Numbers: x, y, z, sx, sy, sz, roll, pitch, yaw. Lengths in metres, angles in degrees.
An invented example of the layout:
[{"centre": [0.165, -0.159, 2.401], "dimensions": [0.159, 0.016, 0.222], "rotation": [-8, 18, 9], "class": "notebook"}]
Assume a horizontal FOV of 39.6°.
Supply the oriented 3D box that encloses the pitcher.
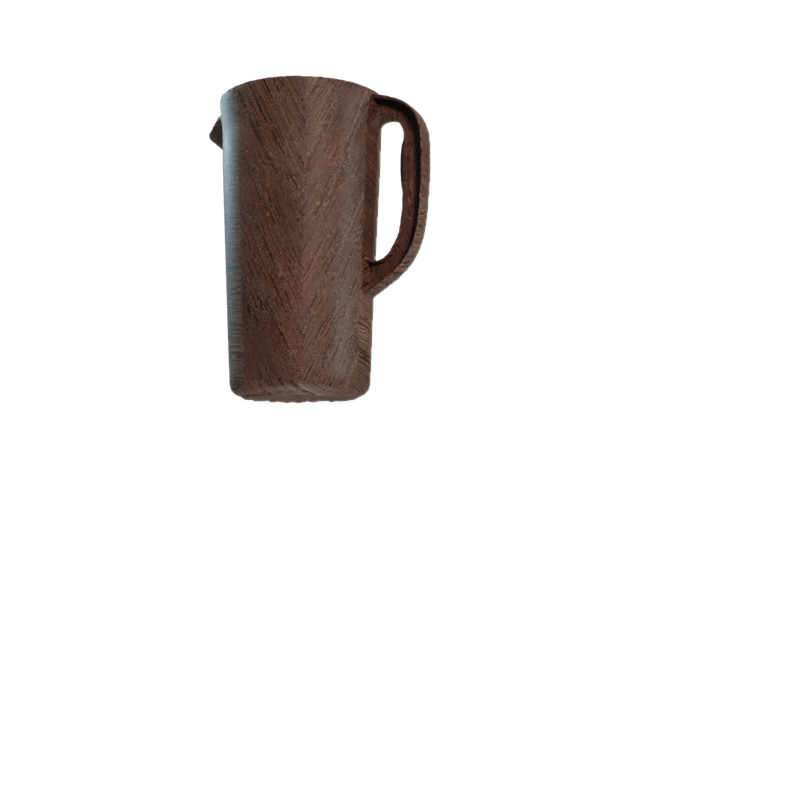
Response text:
[{"centre": [-0.068, -0.123, 0.864], "dimensions": [0.141, 0.250, 0.150], "rotation": [3, -10, -23], "class": "pitcher"}]
